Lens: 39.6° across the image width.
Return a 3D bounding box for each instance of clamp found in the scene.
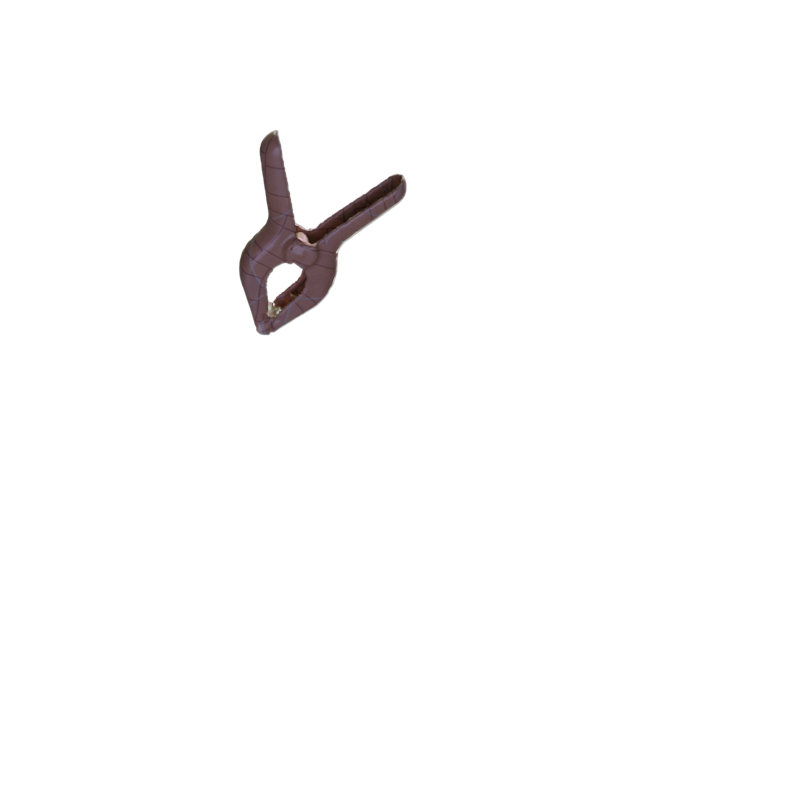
[{"bbox_3d":[-0.069,-0.126,0.883,0.118,0.163,0.042,14,30,-9],"label":"clamp"}]
